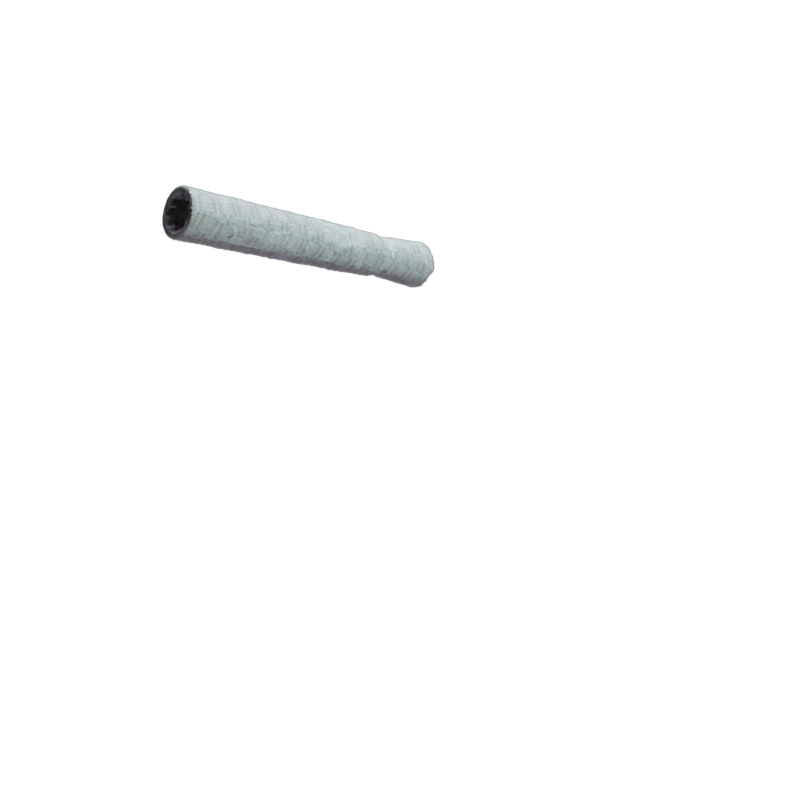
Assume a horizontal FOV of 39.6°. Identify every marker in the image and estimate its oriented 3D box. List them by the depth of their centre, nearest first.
[{"bbox_3d":[-0.032,-0.058,0.409,0.115,0.020,0.021,6,-1,-41],"label":"marker"}]
